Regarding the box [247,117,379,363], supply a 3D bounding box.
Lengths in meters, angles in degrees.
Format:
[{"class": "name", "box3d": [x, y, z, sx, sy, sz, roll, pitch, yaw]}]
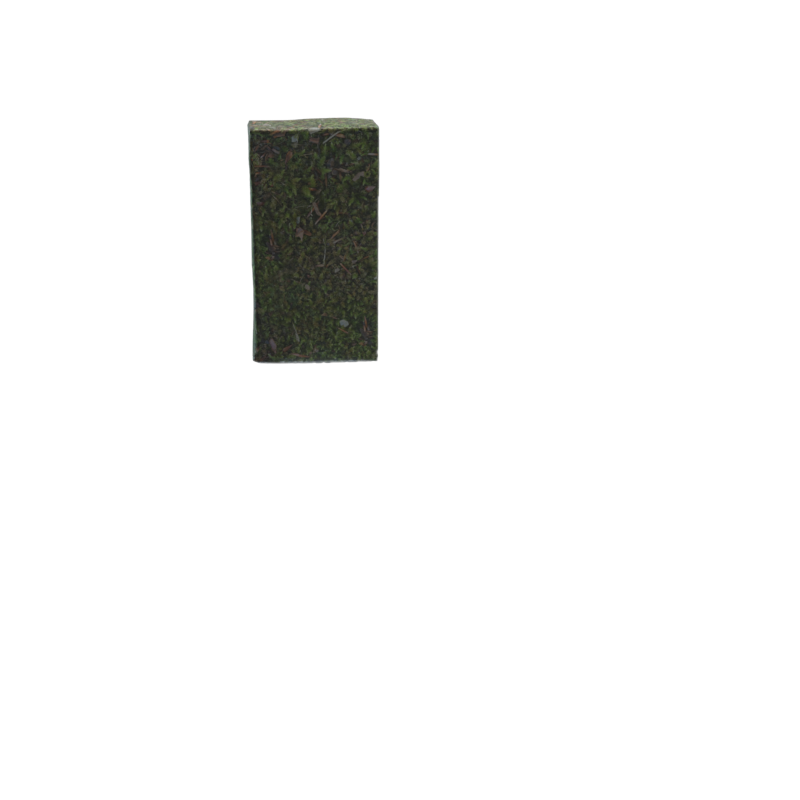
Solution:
[{"class": "box", "box3d": [-0.063, -0.115, 0.804, 0.093, 0.170, 0.050, -1, 15, -6]}]
